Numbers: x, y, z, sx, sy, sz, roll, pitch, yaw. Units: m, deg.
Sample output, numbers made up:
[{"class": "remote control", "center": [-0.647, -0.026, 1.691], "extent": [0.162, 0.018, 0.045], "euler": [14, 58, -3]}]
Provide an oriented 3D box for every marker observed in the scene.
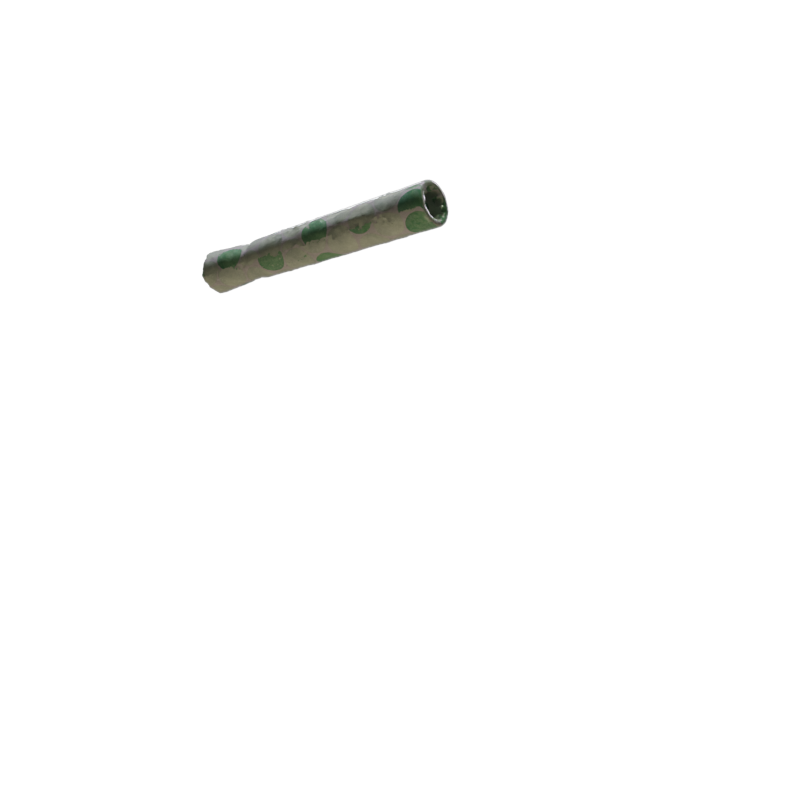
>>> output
[{"class": "marker", "center": [-0.036, -0.065, 0.454], "extent": [0.123, 0.020, 0.019], "euler": [-11, -4, 36]}]
